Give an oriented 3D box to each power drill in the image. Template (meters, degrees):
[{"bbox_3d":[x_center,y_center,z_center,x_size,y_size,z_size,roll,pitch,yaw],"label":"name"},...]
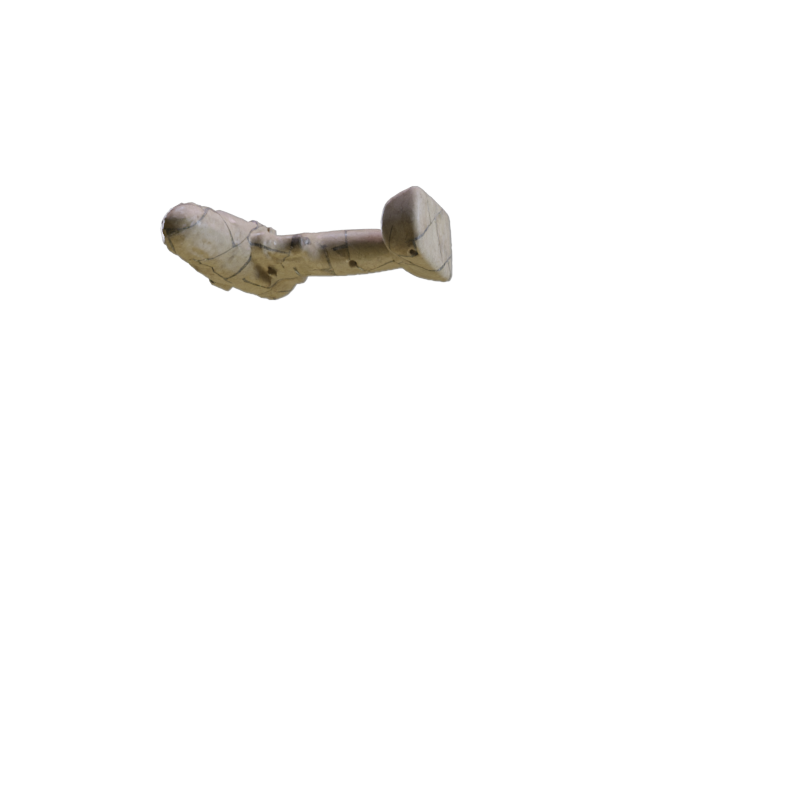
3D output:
[{"bbox_3d":[-0.065,-0.119,0.830,0.192,0.059,0.176,-2,-6,19],"label":"power drill"}]
